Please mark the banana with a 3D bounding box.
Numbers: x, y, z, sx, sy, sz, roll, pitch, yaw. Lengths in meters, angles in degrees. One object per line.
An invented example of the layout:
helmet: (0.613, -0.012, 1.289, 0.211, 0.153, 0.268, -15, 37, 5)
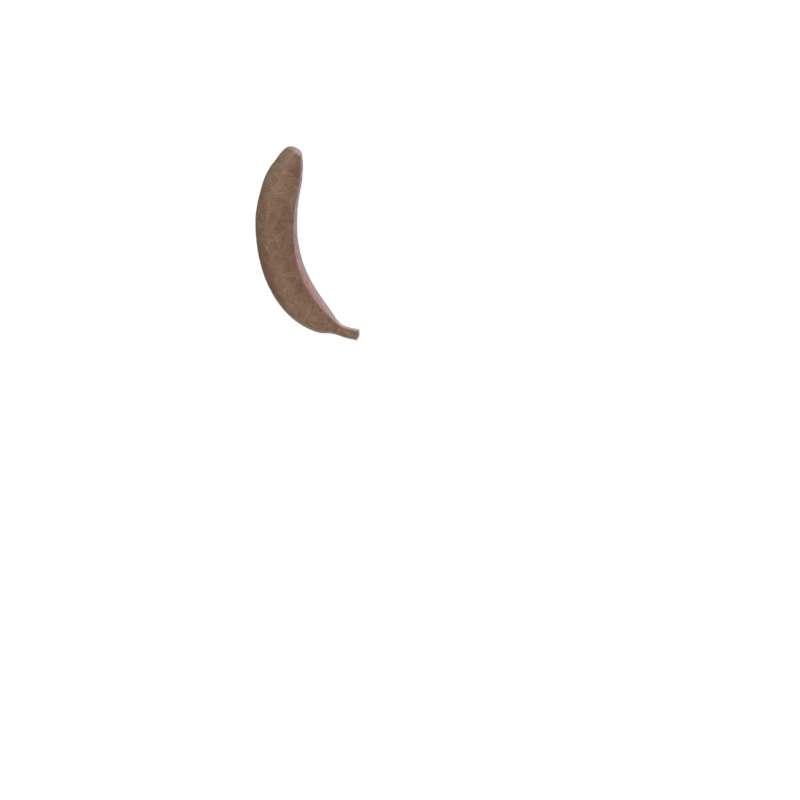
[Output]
banana: (-0.095, -0.135, 1.002, 0.070, 0.186, 0.039, -15, 27, 7)
